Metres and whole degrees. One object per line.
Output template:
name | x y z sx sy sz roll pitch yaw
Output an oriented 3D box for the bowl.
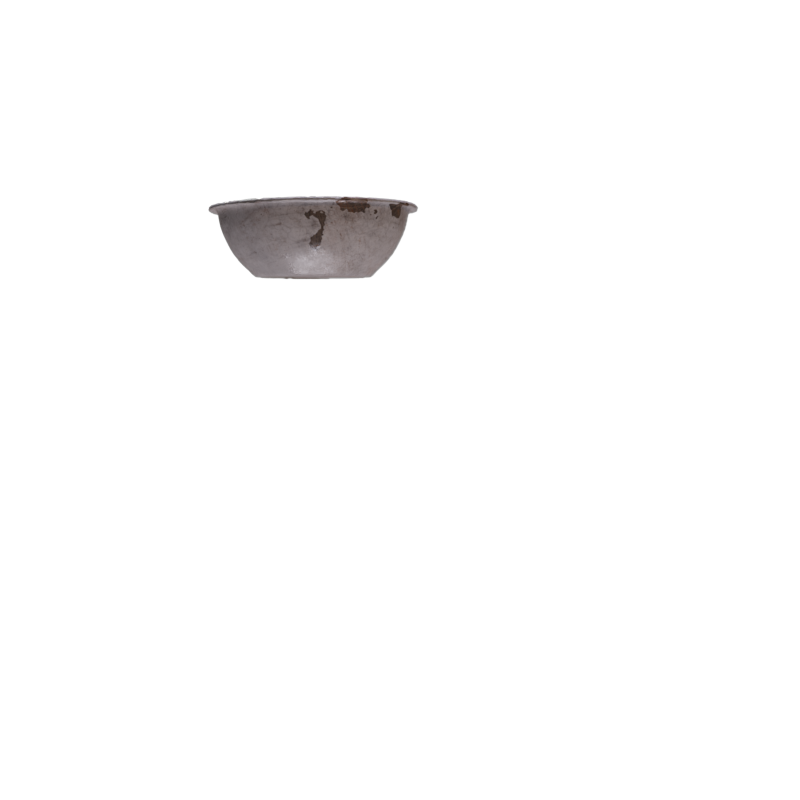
bowl | -0.067 -0.122 0.854 0.162 0.055 0.162 0 4 -2
